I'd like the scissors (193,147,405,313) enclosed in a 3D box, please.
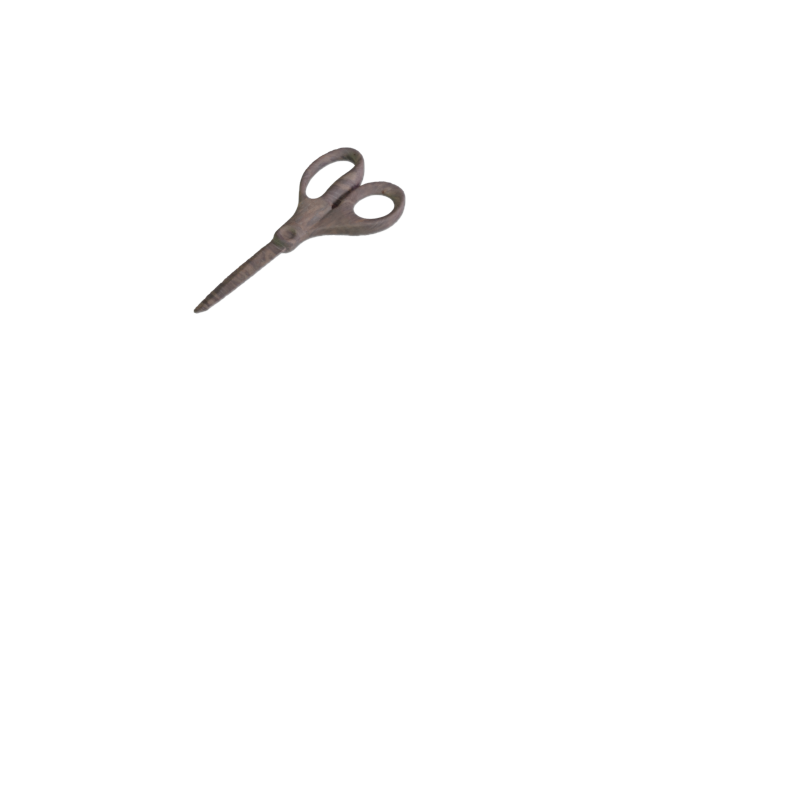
[{"bbox_3d":[-0.067,-0.122,0.854,0.099,0.209,0.015,20,-35,14],"label":"scissors"}]
